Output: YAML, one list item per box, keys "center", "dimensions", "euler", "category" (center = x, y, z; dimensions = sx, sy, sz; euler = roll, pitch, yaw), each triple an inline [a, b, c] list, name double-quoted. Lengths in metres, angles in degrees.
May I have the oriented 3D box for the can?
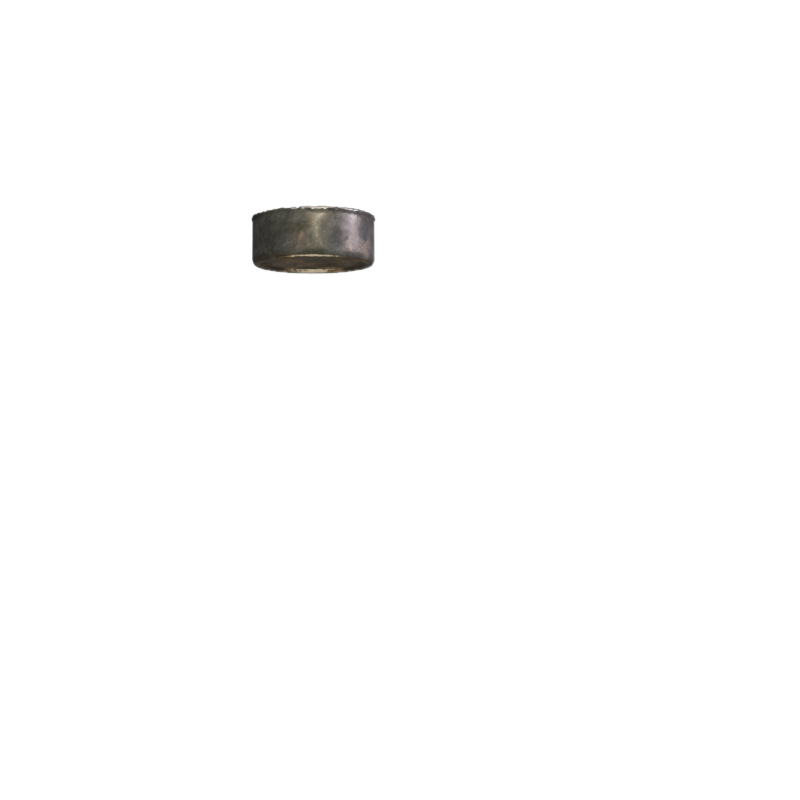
- center: [-0.060, -0.109, 0.764]
  dimensions: [0.086, 0.034, 0.085]
  euler: [0, -3, -2]
  category: "can"
